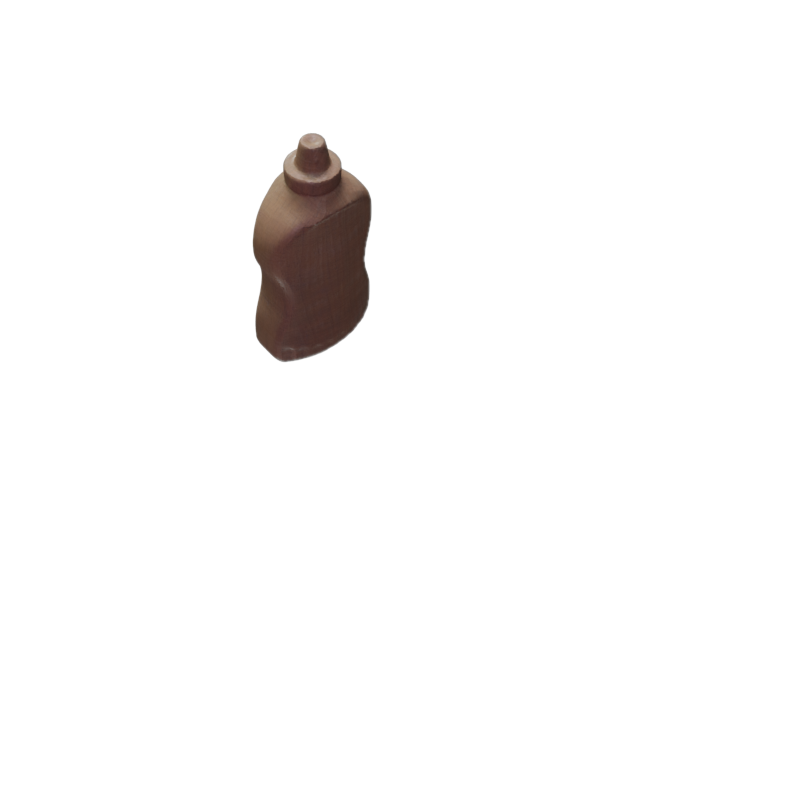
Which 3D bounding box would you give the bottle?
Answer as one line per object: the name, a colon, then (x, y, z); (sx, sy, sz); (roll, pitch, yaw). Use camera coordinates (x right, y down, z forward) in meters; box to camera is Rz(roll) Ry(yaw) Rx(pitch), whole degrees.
bottle: (-0.065, -0.117, 0.820); (0.096, 0.179, 0.062); (-31, 58, -27)
